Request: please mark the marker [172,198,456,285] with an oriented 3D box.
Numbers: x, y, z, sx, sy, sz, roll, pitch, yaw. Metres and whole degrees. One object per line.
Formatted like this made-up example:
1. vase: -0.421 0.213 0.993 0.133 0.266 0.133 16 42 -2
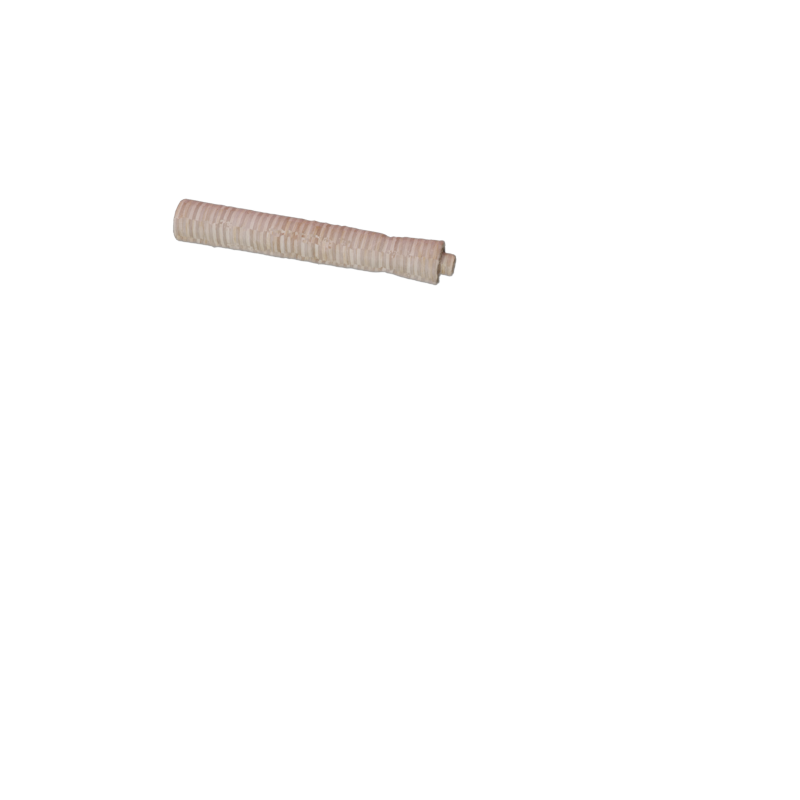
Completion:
1. marker: -0.037 -0.067 0.470 0.123 0.020 0.019 11 6 12
